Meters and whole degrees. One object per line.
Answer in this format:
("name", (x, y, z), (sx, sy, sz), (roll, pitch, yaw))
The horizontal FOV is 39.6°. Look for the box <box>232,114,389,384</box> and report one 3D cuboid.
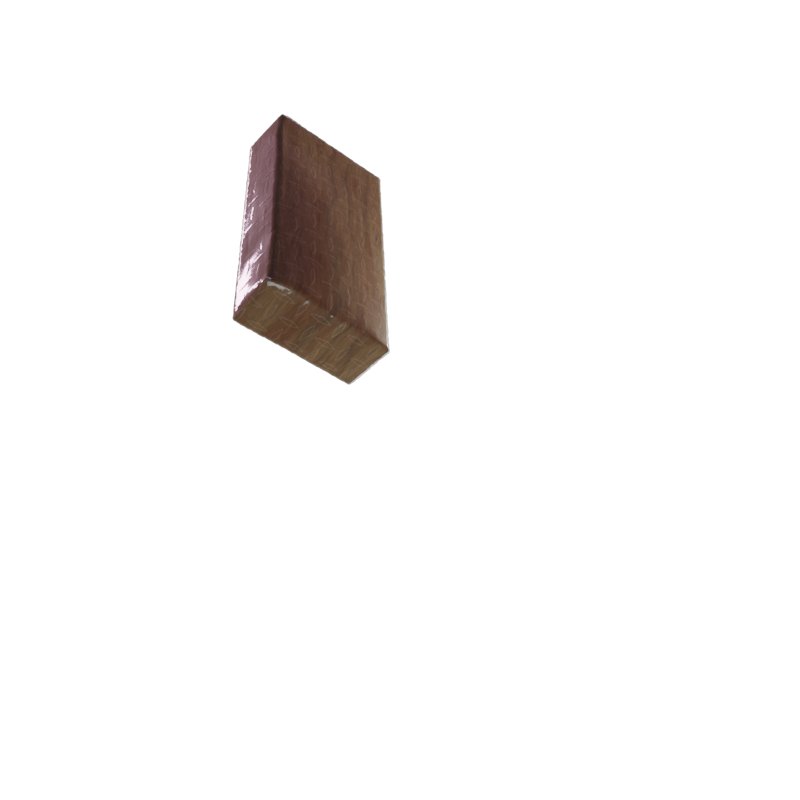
("box", (-0.057, -0.103, 0.723), (0.088, 0.189, 0.047), (30, -56, -26))
